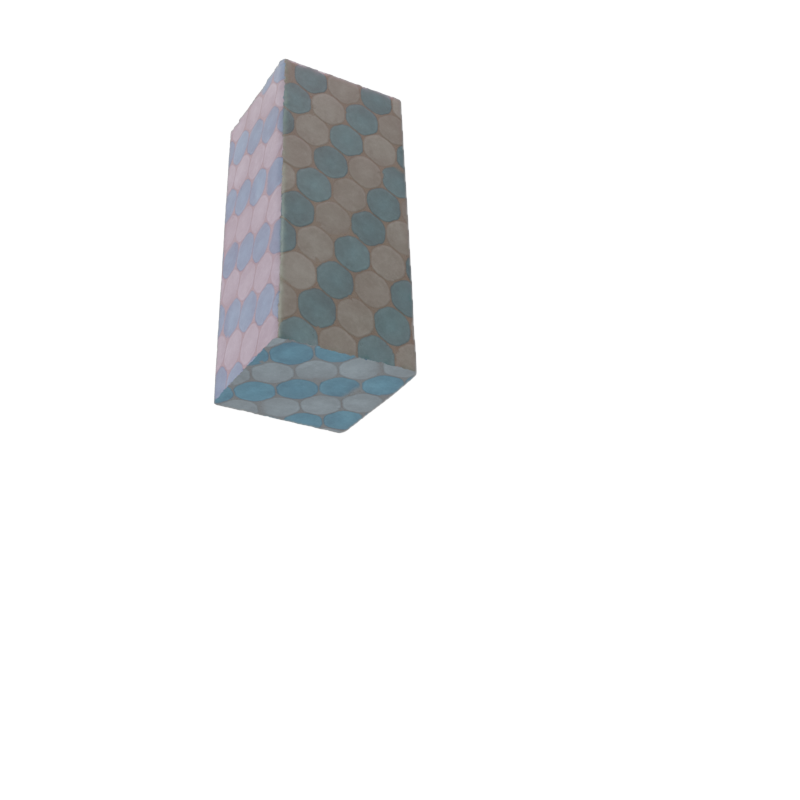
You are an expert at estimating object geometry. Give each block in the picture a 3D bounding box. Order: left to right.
[{"bbox_3d":[-0.054,-0.098,0.691,0.087,0.220,0.088,15,-36,-25],"label":"block"}]
